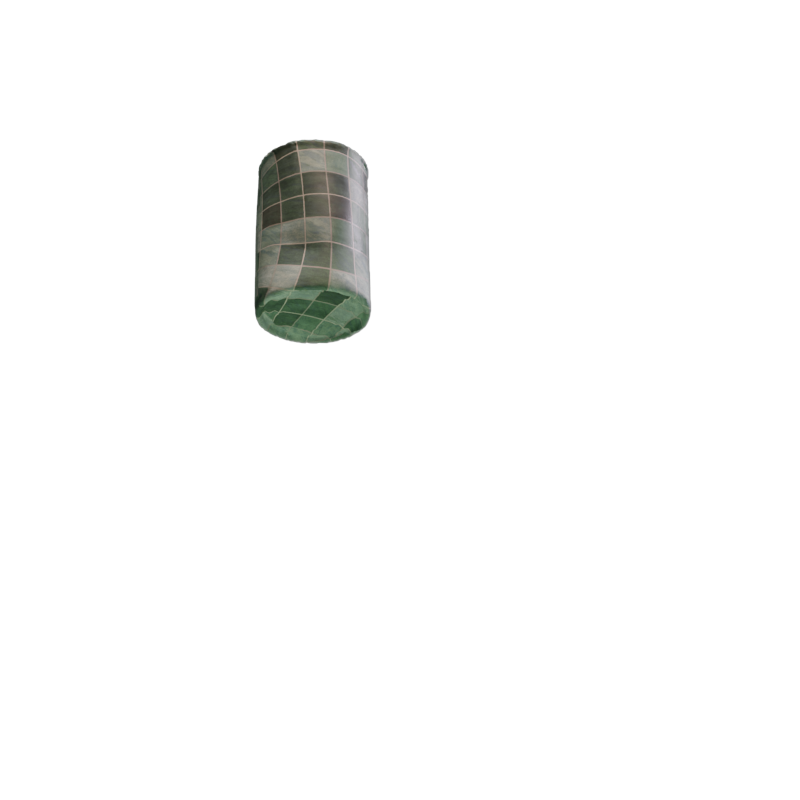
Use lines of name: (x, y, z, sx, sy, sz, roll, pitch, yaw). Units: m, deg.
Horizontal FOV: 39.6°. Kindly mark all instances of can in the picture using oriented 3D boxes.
can: (-0.051, -0.093, 0.653, 0.068, 0.109, 0.064, 0, -30, -2)
